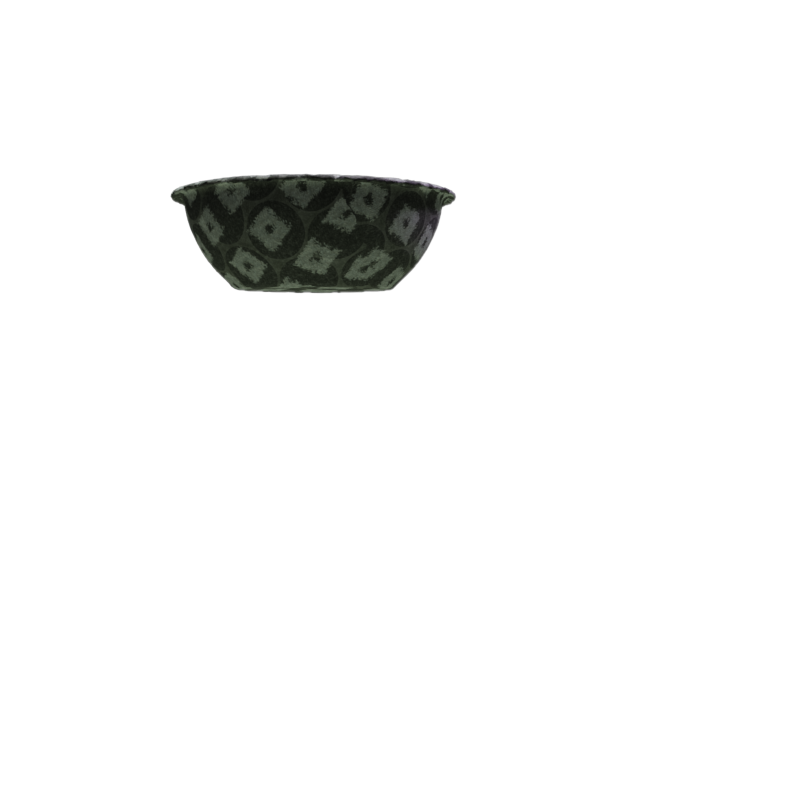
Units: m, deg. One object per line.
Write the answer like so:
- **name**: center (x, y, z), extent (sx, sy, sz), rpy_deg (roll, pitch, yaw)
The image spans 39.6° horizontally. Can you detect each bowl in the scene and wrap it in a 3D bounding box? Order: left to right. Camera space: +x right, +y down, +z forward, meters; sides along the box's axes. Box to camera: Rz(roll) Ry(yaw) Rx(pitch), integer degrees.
- **bowl**: center (-0.049, -0.090, 0.631), extent (0.162, 0.055, 0.162), rpy_deg (0, 2, -2)
